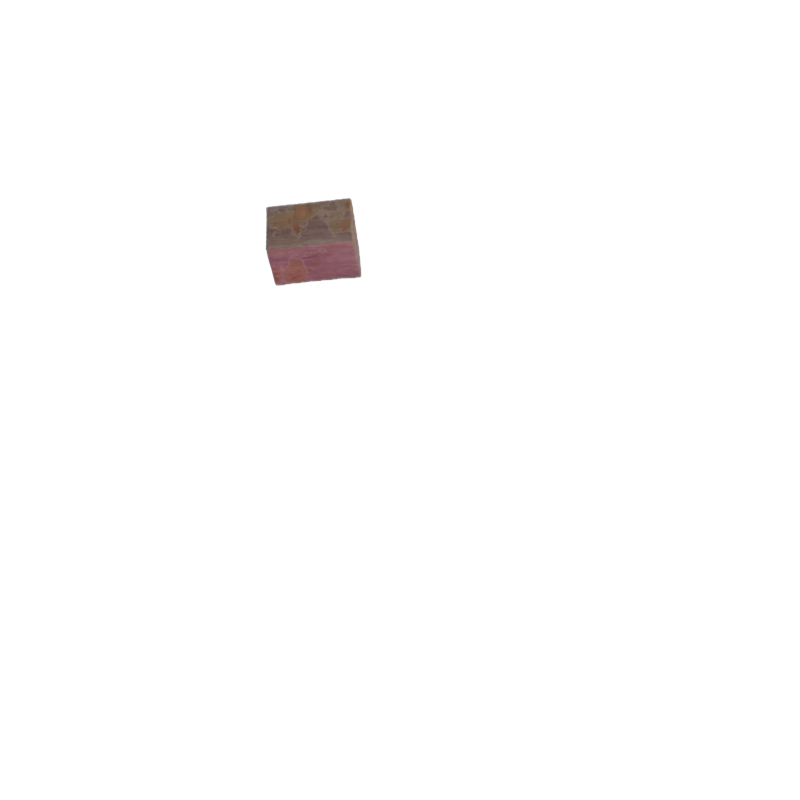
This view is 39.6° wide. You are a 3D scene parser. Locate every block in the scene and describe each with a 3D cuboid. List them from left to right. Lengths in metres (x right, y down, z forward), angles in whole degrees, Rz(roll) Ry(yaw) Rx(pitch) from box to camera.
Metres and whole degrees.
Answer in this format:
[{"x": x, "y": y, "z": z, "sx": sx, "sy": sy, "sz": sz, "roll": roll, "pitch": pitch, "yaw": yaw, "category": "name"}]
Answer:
[{"x": -0.076, "y": -0.139, "z": 0.972, "sx": 0.078, "sy": 0.055, "sz": 0.049, "roll": -5, "pitch": -37, "yaw": 5, "category": "block"}]
